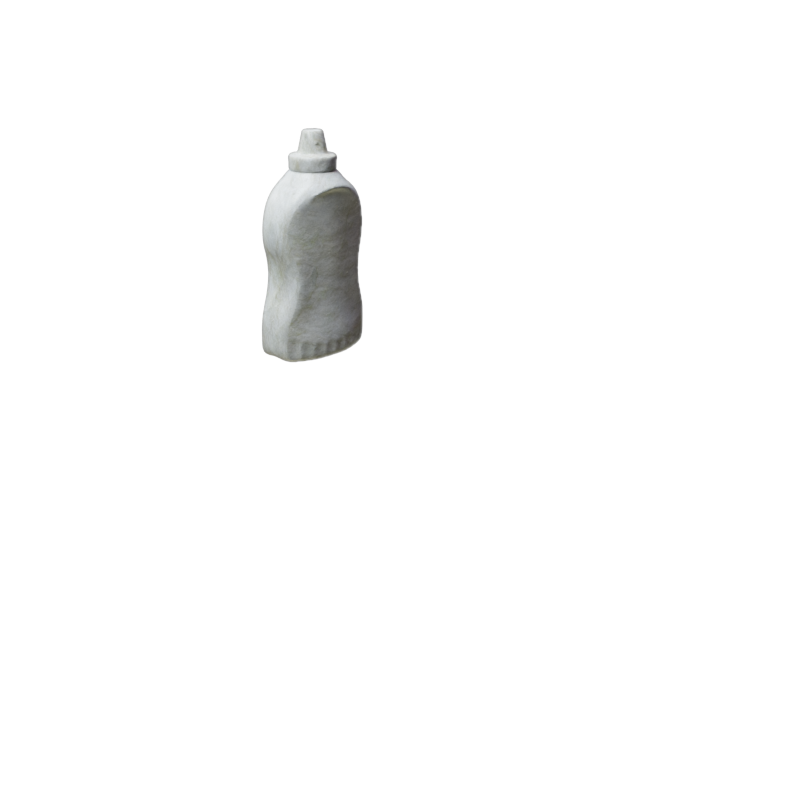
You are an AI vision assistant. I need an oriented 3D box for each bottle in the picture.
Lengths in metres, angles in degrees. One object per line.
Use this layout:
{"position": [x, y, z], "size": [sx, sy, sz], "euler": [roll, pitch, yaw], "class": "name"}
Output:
{"position": [-0.074, -0.135, 0.942], "size": [0.094, 0.185, 0.062], "euler": [-14, 21, -42], "class": "bottle"}
